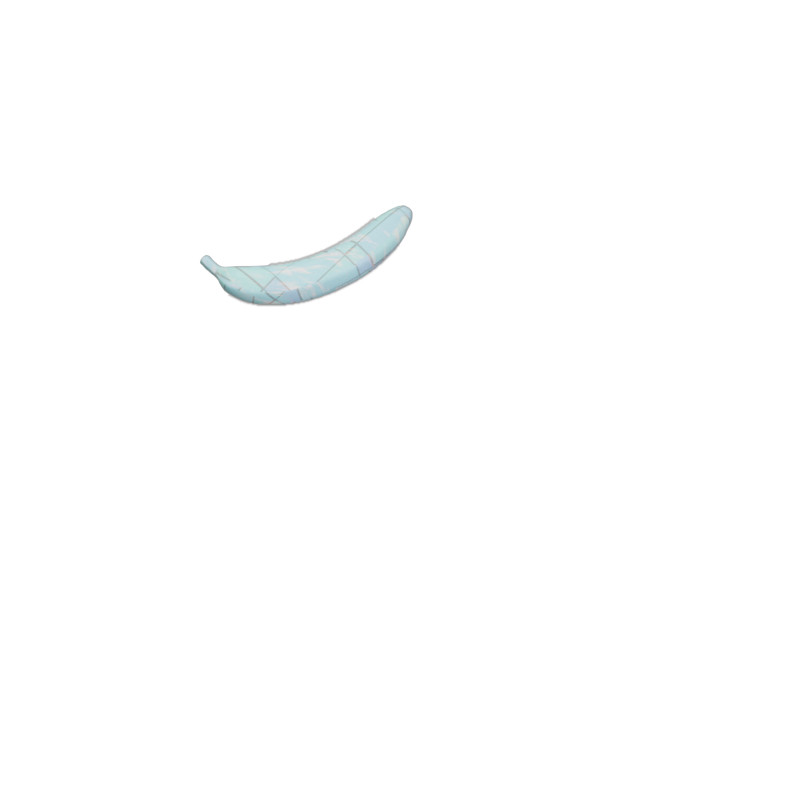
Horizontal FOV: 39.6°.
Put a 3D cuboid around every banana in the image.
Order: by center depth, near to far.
[{"bbox_3d":[-0.077,-0.124,0.988,0.197,0.073,0.035,-14,-20,-6],"label":"banana"}]
